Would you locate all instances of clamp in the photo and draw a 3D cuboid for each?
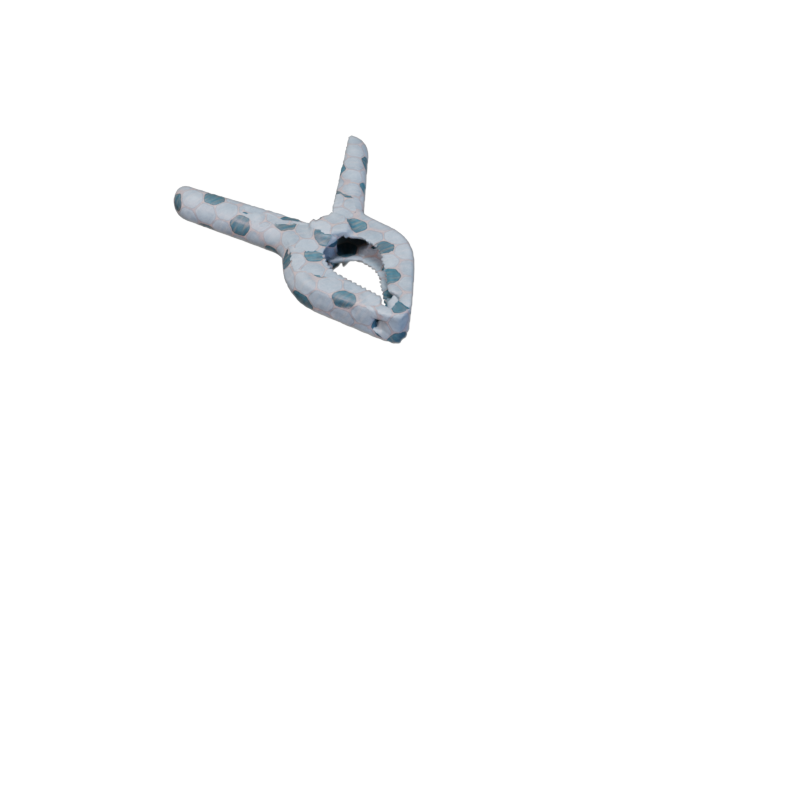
[{"bbox_3d":[-0.063,-0.115,0.806,0.163,0.034,0.228,-17,47,-16],"label":"clamp"}]
